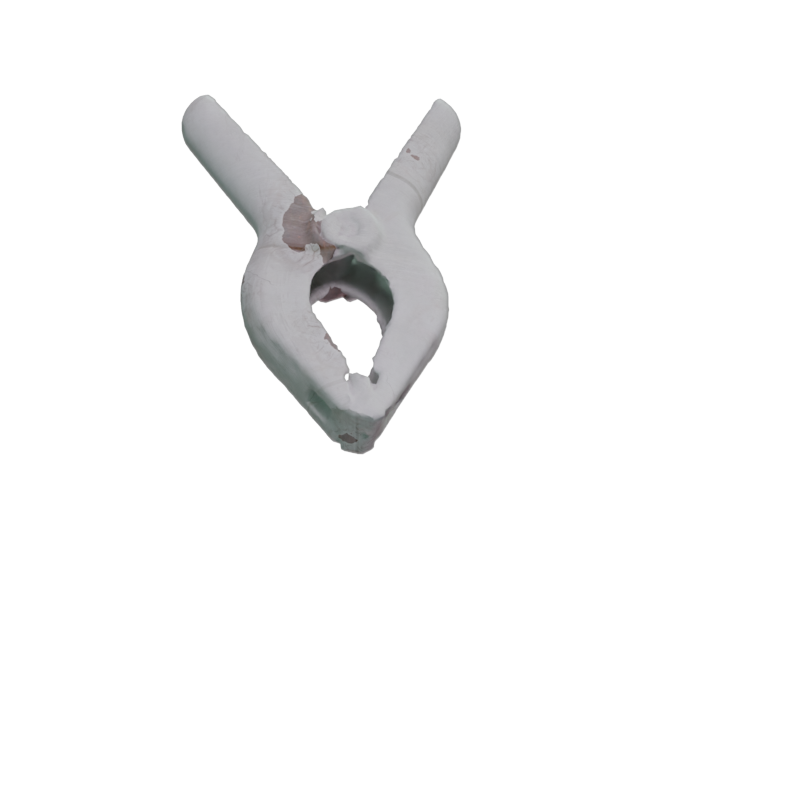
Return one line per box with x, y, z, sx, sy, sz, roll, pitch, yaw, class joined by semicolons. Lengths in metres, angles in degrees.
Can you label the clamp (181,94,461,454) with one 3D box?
-0.034;-0.063;0.439;0.120;0.183;0.037;1;-39;1;clamp
